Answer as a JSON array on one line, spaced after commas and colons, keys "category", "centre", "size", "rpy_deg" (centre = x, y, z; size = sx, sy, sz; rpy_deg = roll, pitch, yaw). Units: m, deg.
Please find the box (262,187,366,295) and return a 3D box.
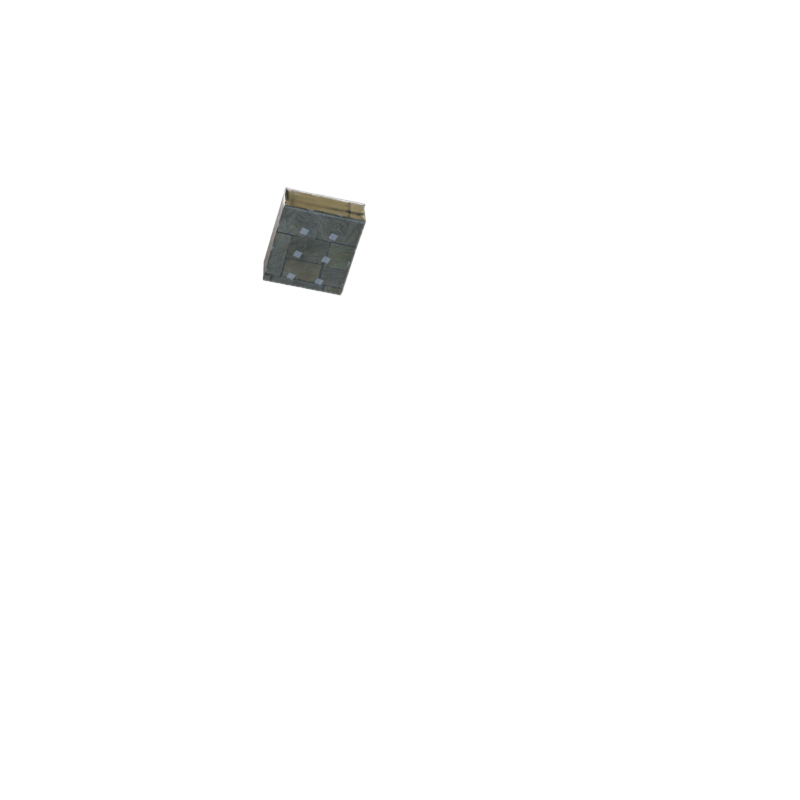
[{"category": "box", "centre": [-0.076, -0.139, 0.972], "size": [0.072, 0.085, 0.032], "rpy_deg": [11, 39, -10]}]
